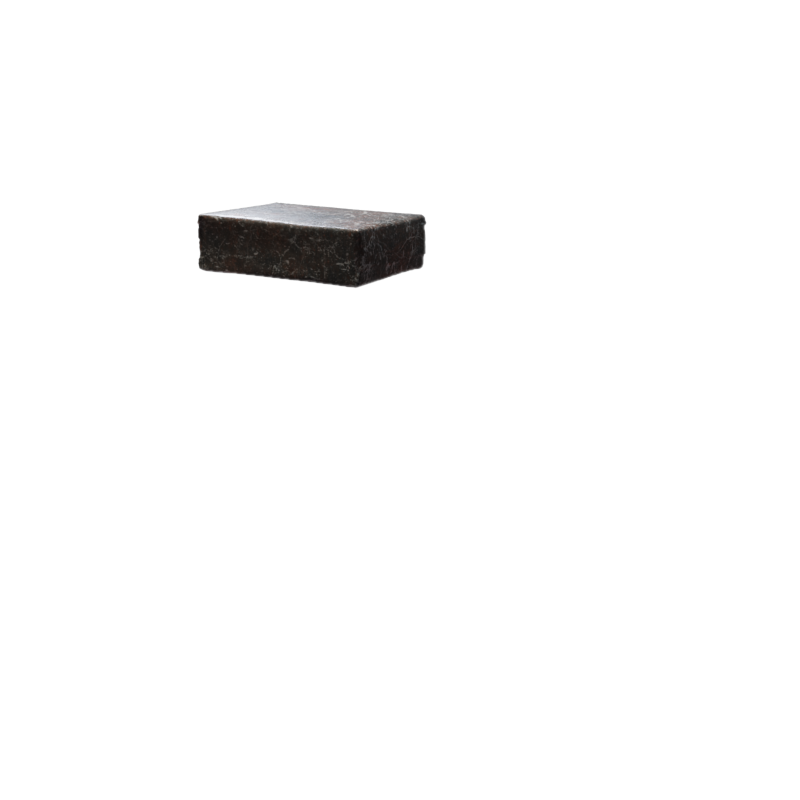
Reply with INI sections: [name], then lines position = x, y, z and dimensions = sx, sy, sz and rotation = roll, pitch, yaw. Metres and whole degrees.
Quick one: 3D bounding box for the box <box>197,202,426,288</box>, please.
[box]
position = -0.053, -0.097, 0.677
dimensions = 0.118, 0.038, 0.089
rotation = 7, 15, 27
